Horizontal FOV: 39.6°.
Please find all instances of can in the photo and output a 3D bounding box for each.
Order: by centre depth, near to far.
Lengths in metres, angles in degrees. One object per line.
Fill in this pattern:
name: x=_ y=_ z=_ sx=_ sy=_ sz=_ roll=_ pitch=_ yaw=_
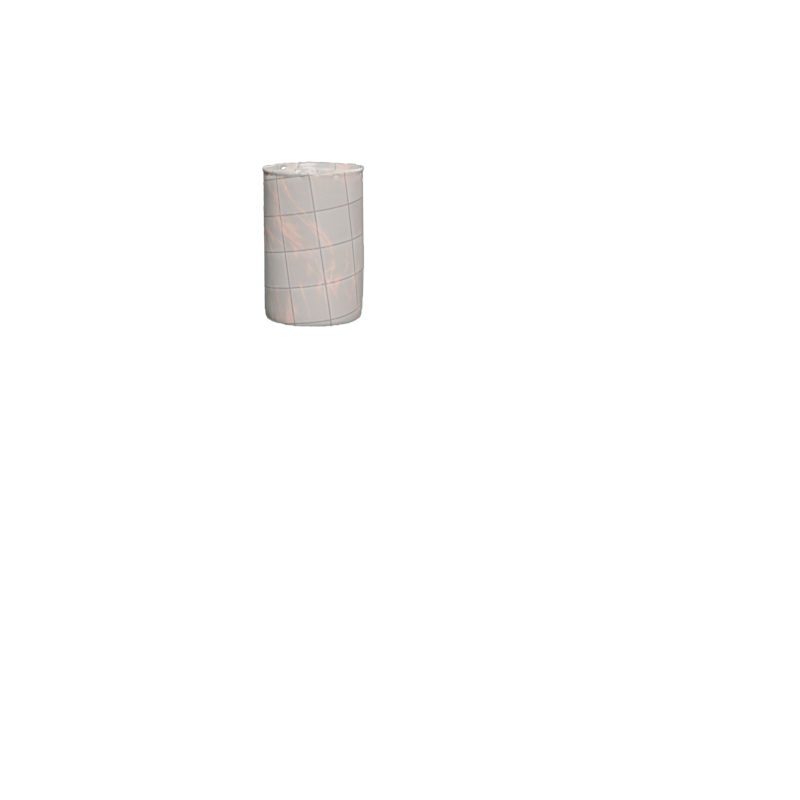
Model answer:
can: x=-0.058 y=-0.106 z=0.745 sx=0.068 sy=0.100 sz=0.071 roll=0 pitch=13 yaw=-2
